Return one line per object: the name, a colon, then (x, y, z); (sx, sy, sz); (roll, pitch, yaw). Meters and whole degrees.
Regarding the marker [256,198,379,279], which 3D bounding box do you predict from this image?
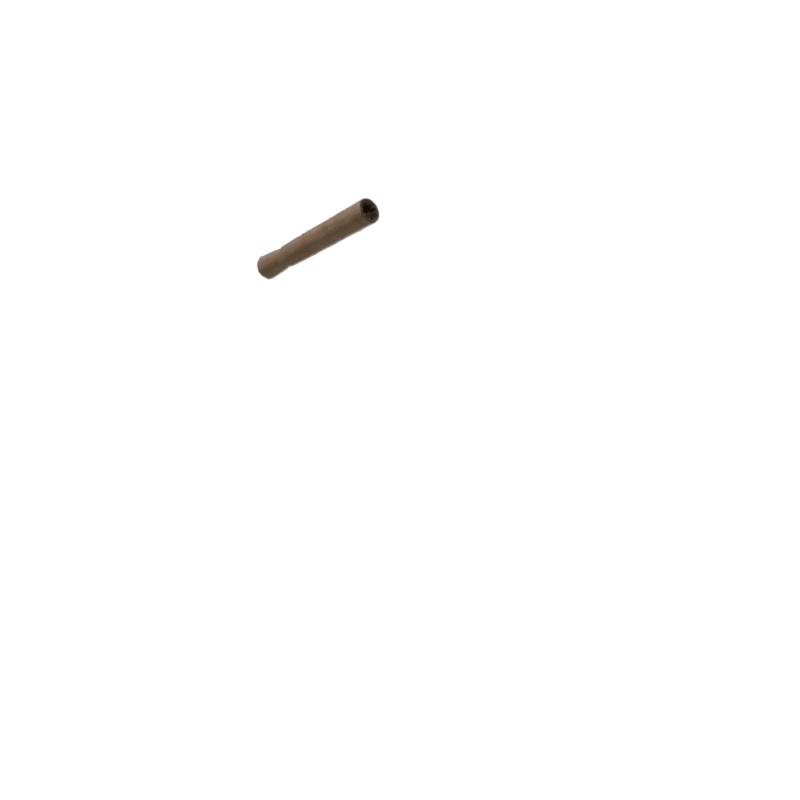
marker: (-0.062, -0.113, 0.795); (0.019, 0.020, 0.121); (-4, -13, -46)
